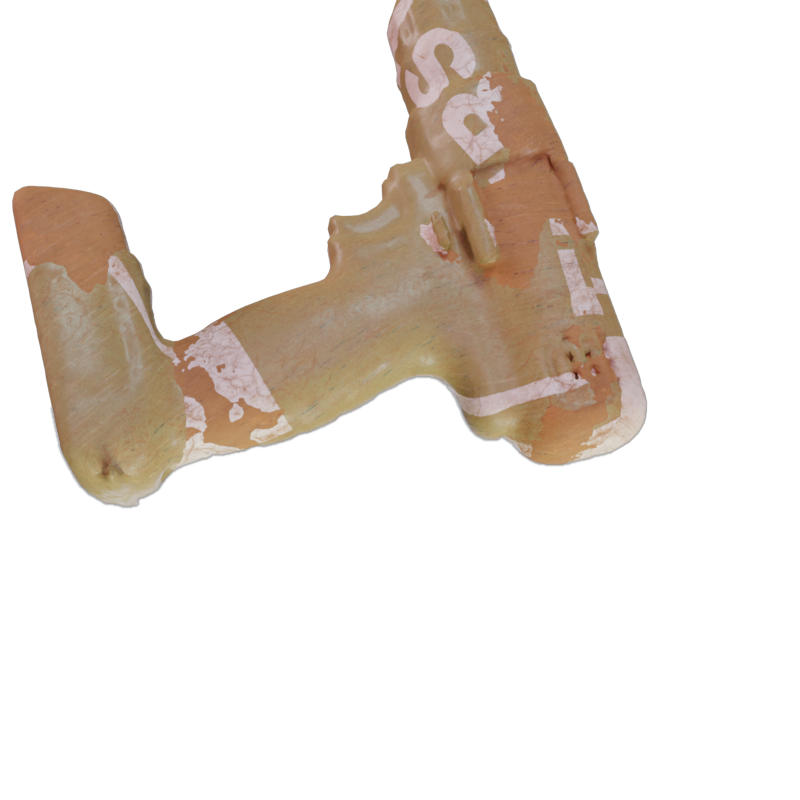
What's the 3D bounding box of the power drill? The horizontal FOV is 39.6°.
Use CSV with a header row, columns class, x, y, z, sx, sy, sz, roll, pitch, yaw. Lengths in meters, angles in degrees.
class,x,y,z,sx,sy,sz,roll,pitch,yaw
power drill,-0.029,-0.053,0.375,0.187,0.195,0.054,-14,-22,-6
